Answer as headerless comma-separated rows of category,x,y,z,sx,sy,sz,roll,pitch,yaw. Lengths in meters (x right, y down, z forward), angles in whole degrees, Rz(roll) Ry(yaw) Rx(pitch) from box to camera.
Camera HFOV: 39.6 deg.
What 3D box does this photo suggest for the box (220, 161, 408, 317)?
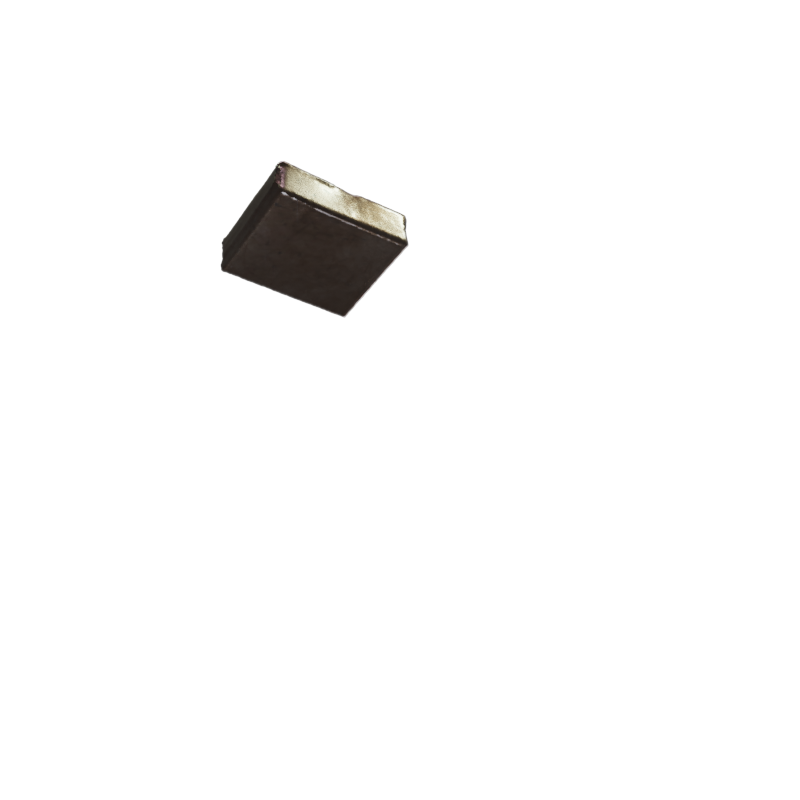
box,-0.052,-0.094,0.659,0.086,0.032,0.071,22,-47,-22
